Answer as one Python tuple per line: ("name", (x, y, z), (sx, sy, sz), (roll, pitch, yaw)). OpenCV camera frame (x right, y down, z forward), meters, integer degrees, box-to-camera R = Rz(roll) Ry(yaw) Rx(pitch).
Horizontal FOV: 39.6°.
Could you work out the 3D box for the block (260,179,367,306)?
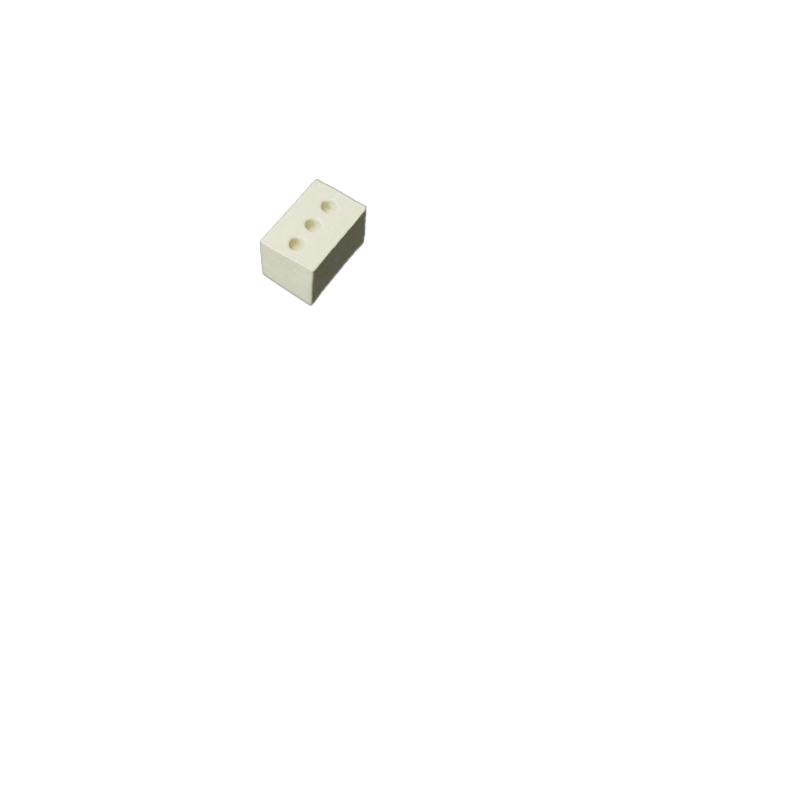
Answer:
("block", (-0.070, -0.128, 0.896), (0.055, 0.080, 0.048), (30, -26, 14))
